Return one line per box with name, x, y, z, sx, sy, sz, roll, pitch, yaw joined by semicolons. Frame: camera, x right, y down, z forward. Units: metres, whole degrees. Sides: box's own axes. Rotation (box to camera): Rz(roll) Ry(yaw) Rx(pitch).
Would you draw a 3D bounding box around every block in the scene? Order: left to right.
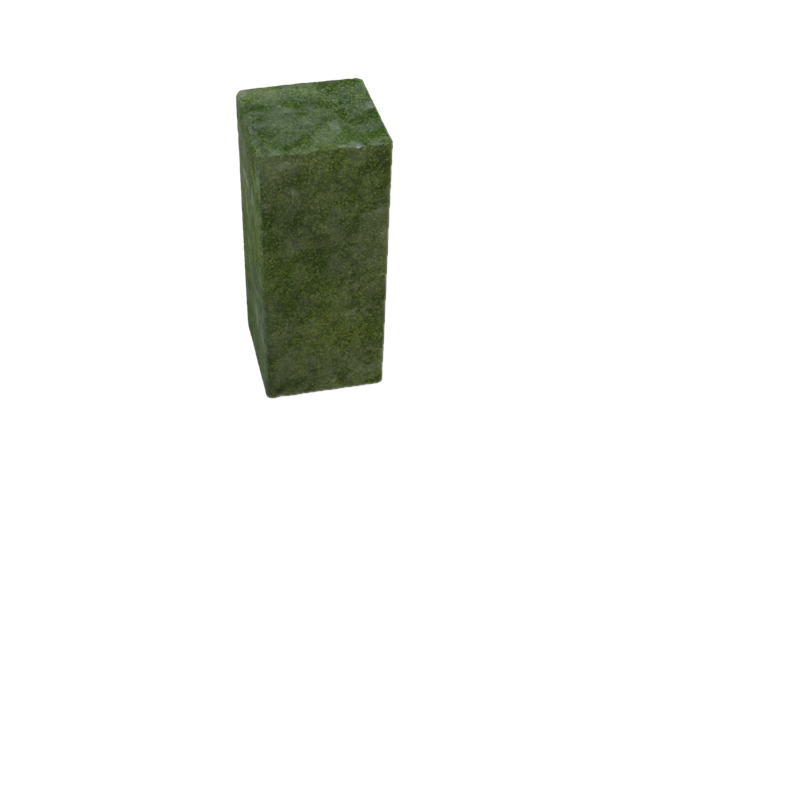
block;-0.062;-0.112;0.782;0.089;0.192;0.098;-7;41;-12
